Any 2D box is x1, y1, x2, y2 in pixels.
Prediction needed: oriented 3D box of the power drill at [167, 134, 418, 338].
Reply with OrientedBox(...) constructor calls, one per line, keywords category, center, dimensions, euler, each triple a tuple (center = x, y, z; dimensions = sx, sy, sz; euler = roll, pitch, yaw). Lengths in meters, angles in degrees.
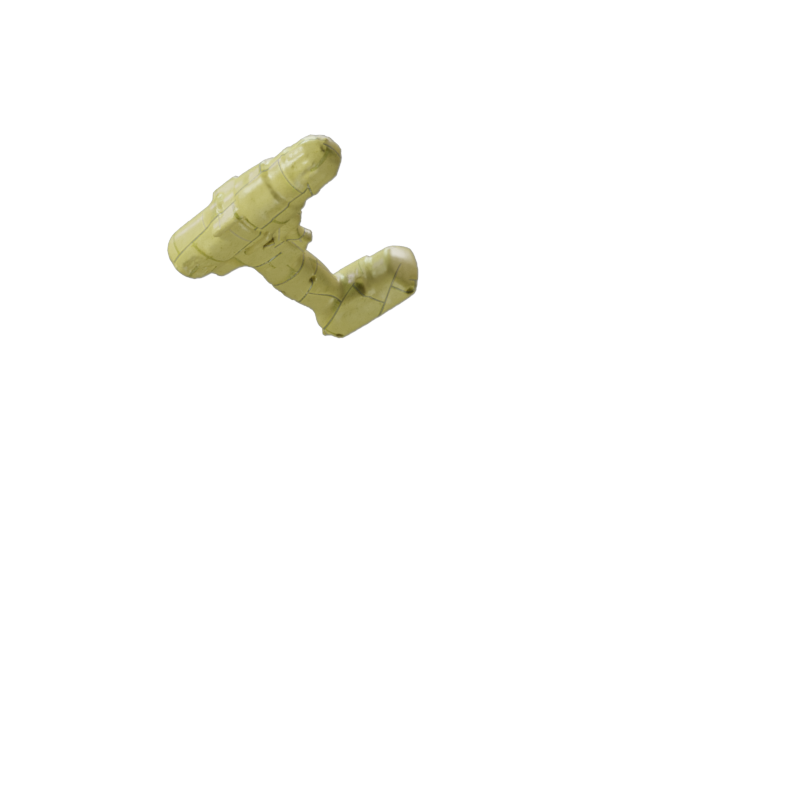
OrientedBox(category="power drill", center=(-0.073, -0.133, 0.929), dimensions=(0.184, 0.061, 0.176), euler=(-29, -44, 34))
